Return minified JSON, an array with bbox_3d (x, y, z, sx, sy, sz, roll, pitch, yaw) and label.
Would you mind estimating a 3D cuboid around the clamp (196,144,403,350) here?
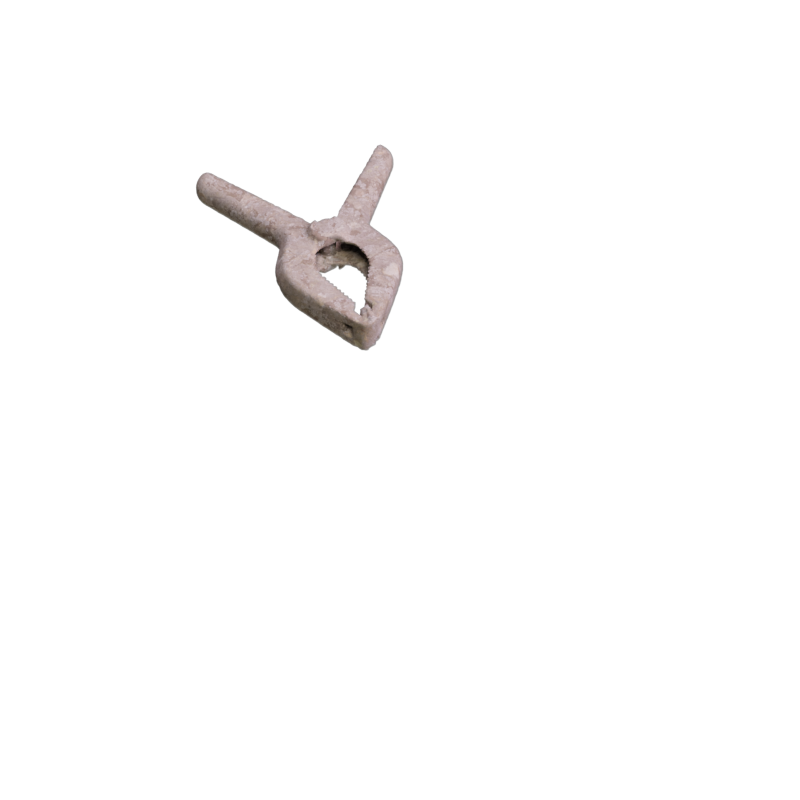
[{"bbox_3d":[-0.066,-0.120,0.842,0.163,0.227,0.034,-8,-44,-8],"label":"clamp"}]
